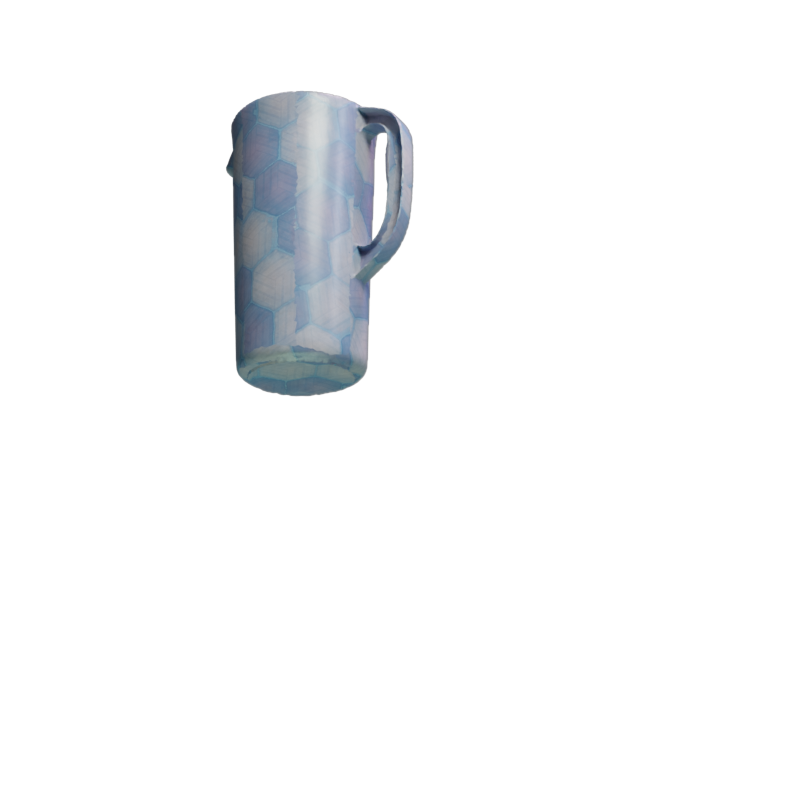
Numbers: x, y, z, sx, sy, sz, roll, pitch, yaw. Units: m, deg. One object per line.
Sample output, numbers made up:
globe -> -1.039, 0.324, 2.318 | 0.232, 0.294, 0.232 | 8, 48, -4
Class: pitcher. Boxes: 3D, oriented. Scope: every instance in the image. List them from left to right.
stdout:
pitcher -> -0.074, -0.135, 0.947 | 0.142, 0.256, 0.144 | 5, -24, -15
